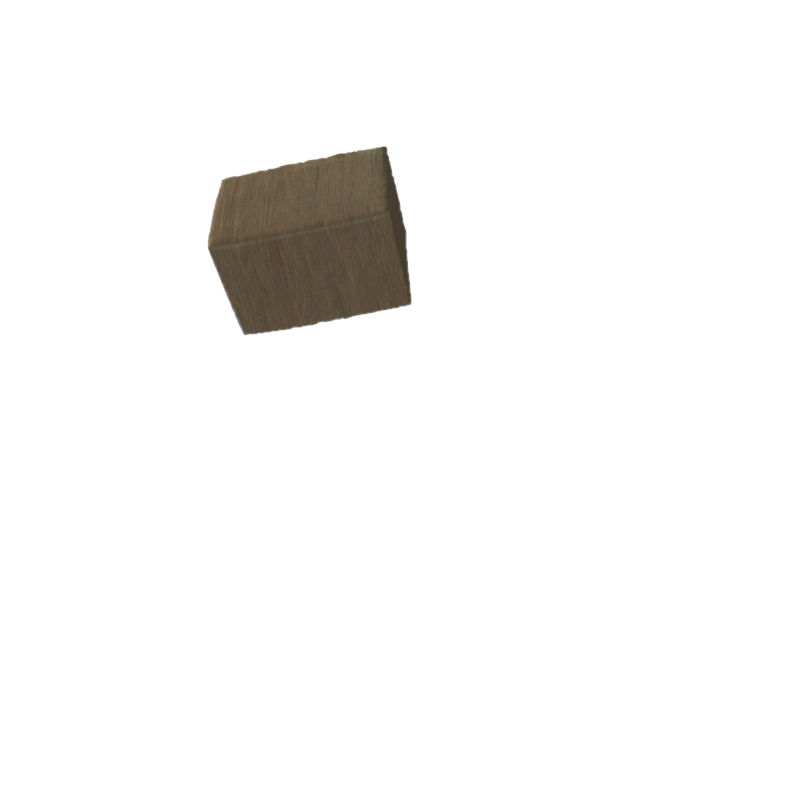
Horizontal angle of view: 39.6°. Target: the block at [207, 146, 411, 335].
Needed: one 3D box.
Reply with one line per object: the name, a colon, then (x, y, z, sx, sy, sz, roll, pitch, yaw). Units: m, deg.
block: (-0.038, -0.069, 0.483, 0.078, 0.049, 0.055, -10, 40, 7)
